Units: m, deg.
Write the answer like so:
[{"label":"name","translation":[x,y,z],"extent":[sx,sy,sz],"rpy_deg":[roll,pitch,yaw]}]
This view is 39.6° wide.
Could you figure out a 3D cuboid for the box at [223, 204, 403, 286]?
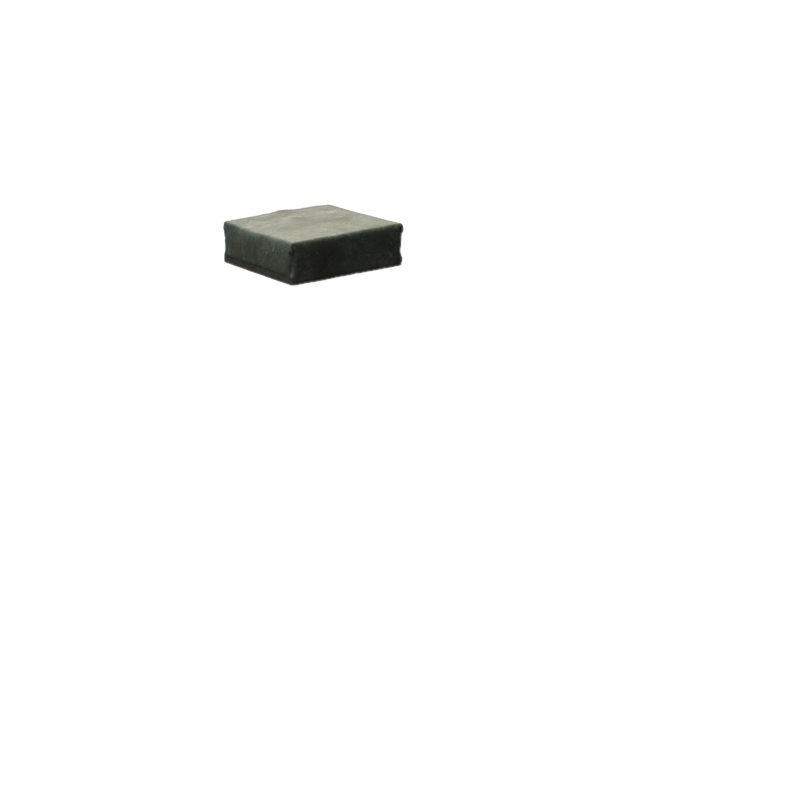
[{"label":"box","translation":[-0.054,-0.099,0.692],"extent":[0.087,0.029,0.078],"rpy_deg":[-16,26,-37]}]
